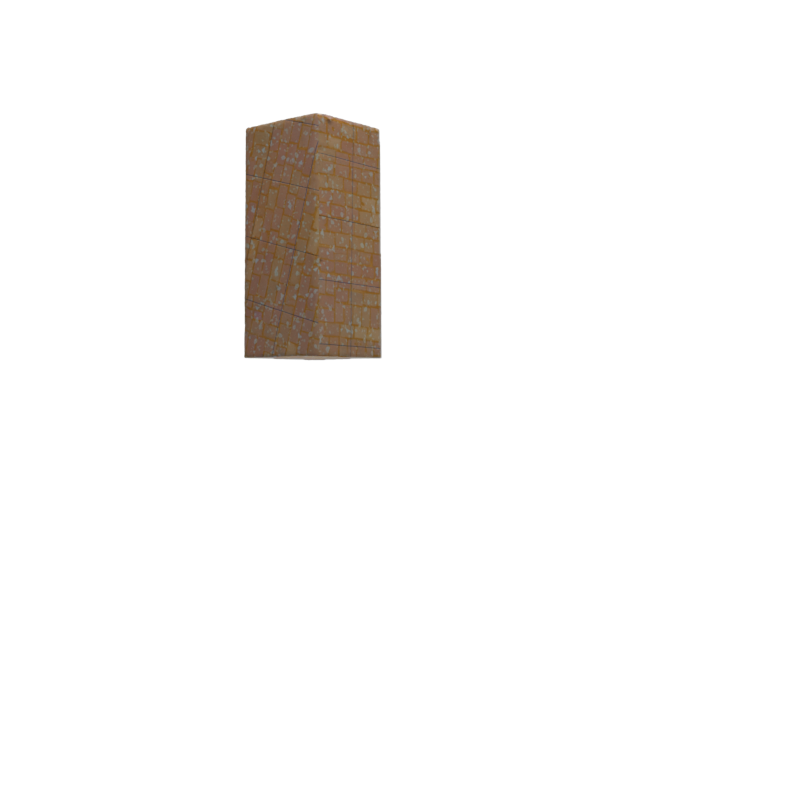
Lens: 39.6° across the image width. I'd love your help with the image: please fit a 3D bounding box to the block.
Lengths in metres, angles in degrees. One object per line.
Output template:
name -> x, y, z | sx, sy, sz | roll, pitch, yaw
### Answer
block -> -0.077, -0.141, 0.985 | 0.093, 0.210, 0.086 | -6, -8, 39
